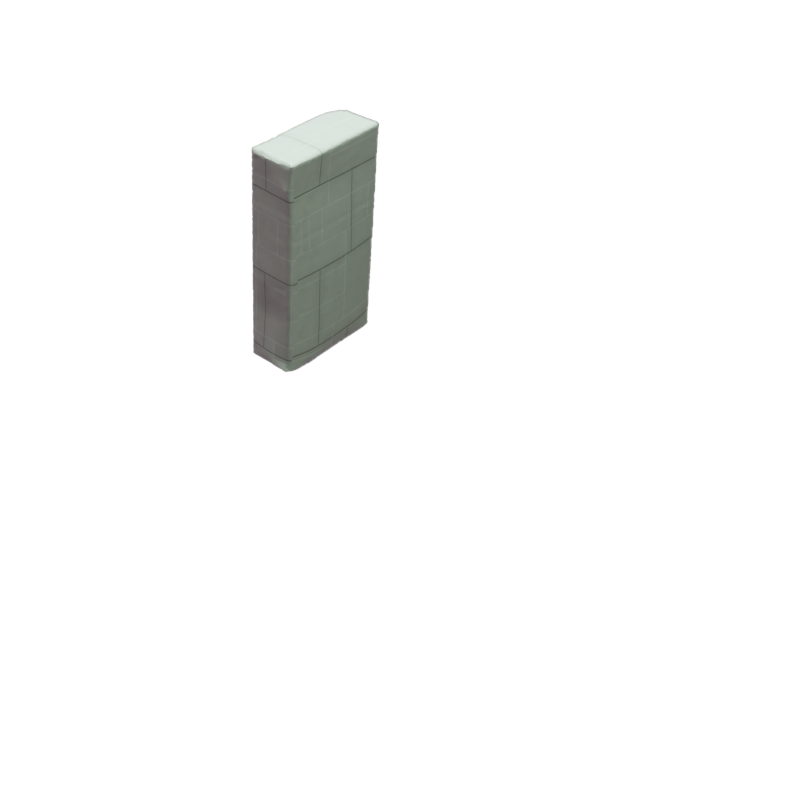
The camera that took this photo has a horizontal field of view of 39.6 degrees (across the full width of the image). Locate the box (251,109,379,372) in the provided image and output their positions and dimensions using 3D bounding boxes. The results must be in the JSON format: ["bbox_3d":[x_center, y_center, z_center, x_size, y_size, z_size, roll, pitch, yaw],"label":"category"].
[{"bbox_3d":[-0.063,-0.115,0.803,0.051,0.165,0.094,25,40,31],"label":"box"}]
